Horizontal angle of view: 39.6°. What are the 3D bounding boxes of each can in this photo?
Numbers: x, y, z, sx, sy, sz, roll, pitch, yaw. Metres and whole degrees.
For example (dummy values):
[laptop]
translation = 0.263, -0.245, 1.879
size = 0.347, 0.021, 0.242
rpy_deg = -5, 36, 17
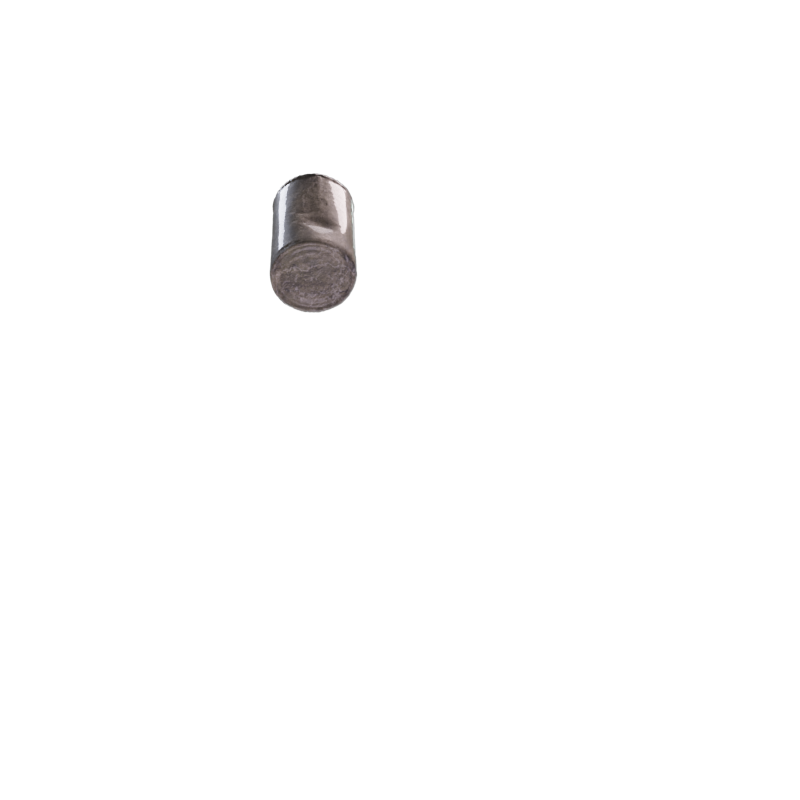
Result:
[can]
translation = -0.069, -0.126, 0.881
size = 0.068, 0.064, 0.109
rpy_deg = -1, 38, -3
